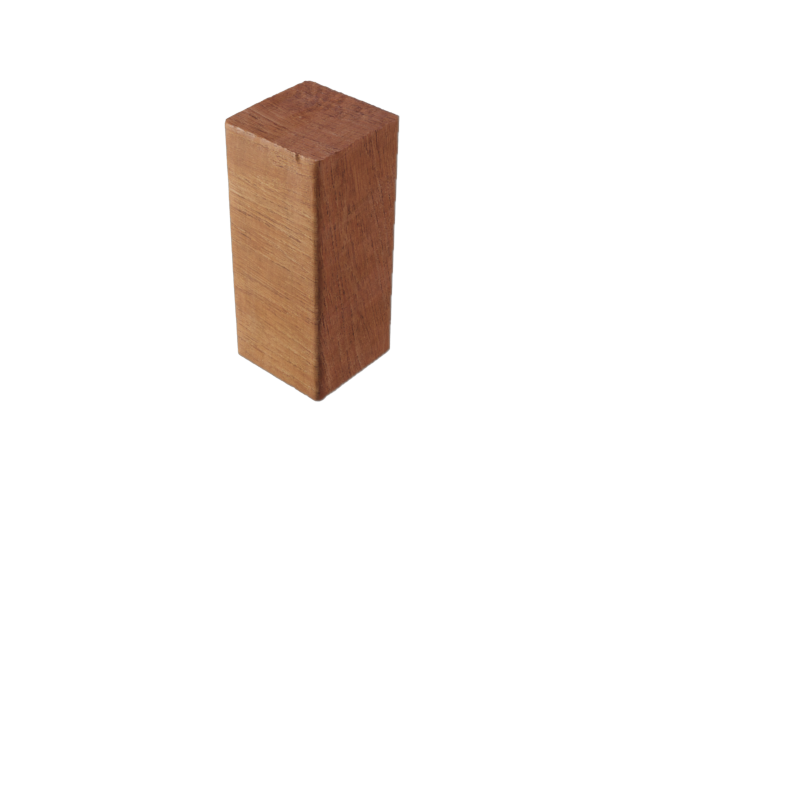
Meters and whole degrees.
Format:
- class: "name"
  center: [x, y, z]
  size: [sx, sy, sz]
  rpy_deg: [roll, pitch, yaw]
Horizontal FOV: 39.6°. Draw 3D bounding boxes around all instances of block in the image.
- class: "block"
  center: [-0.065, -0.117, 0.818]
  size: [0.096, 0.193, 0.091]
  rpy_deg: [28, 44, 30]
